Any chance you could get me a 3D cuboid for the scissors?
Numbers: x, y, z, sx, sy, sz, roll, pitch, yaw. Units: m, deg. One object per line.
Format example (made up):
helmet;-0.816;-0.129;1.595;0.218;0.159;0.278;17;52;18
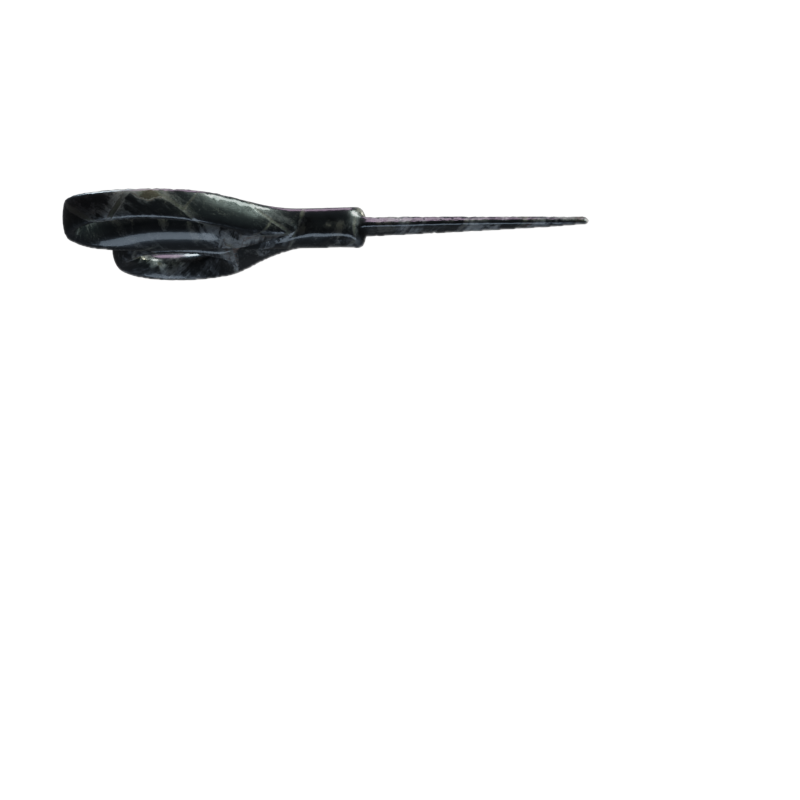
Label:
scissors;-0.036;-0.065;0.458;0.199;0.016;0.095;2;-10;-11
